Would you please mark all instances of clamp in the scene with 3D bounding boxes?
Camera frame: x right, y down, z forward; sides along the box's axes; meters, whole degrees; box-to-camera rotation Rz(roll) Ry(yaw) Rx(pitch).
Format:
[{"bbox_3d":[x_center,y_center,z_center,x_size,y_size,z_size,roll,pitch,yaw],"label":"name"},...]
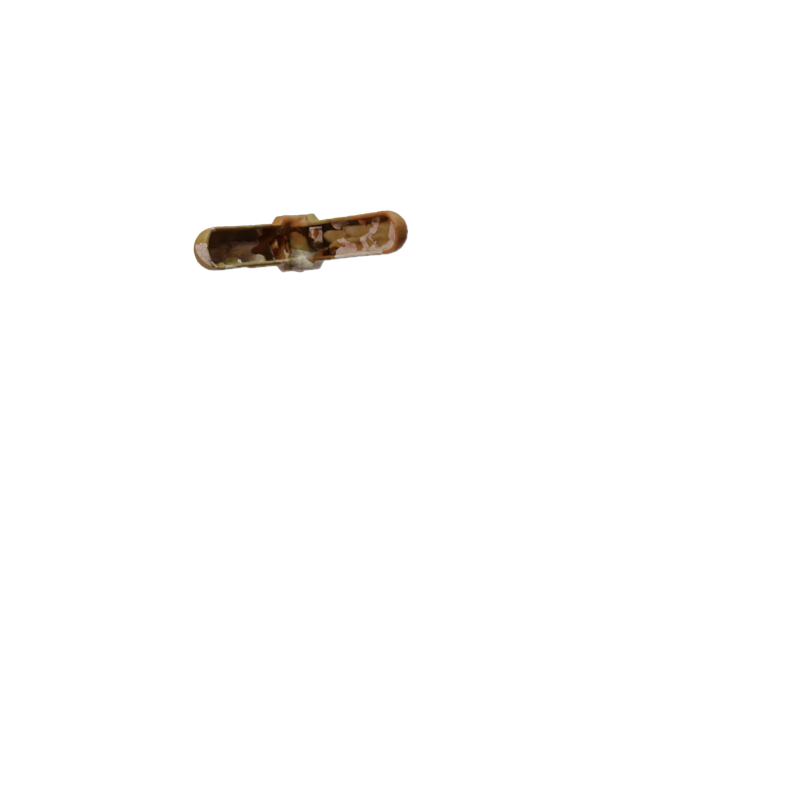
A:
[{"bbox_3d":[-0.054,-0.099,0.692,0.121,0.039,0.173,1,9,3],"label":"clamp"}]
